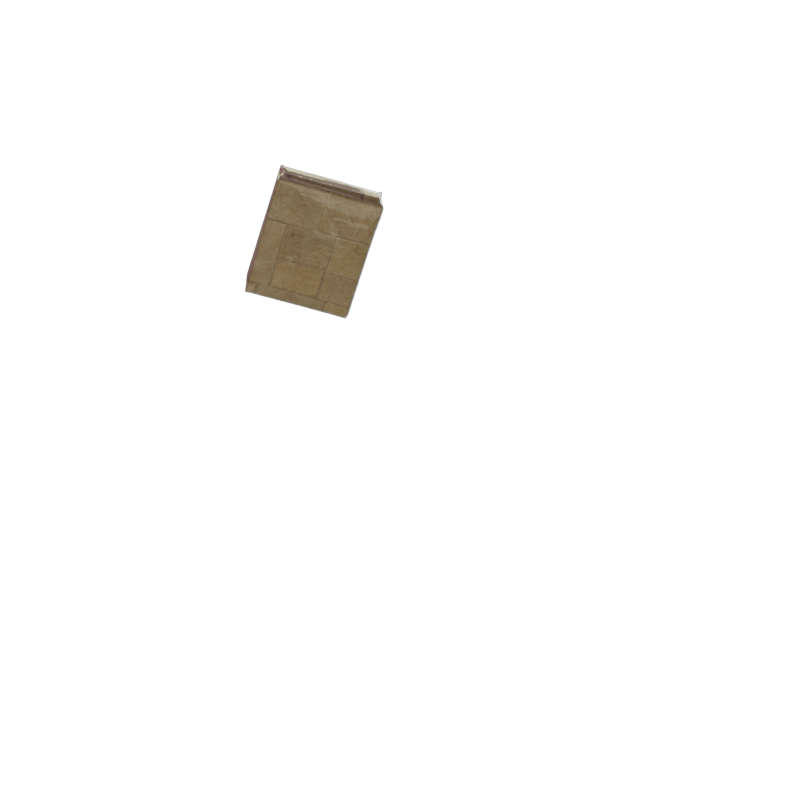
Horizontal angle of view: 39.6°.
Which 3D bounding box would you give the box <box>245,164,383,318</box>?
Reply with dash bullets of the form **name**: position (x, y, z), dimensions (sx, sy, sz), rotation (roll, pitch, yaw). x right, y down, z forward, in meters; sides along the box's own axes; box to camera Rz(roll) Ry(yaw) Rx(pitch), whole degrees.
- **box**: position (-0.059, -0.107, 0.751), dimensions (0.072, 0.086, 0.032), rotation (15, 24, -8)
